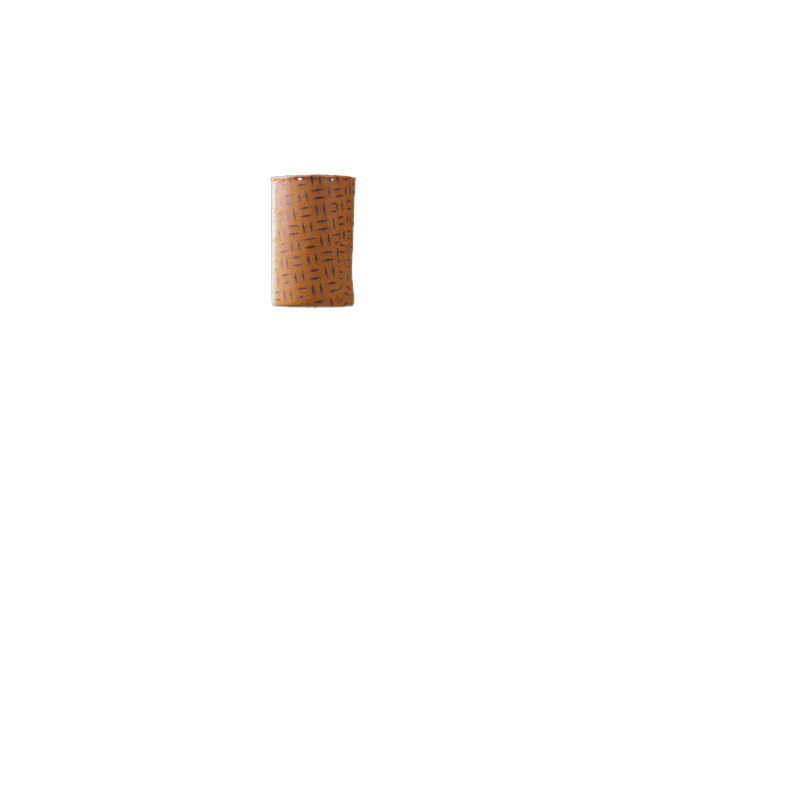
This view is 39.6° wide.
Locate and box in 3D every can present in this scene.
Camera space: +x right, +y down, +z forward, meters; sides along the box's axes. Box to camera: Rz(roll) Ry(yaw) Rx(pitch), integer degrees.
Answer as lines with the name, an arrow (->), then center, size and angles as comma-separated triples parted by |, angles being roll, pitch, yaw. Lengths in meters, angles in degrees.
can -> -0.069, -0.125, 0.878 | 0.068, 0.102, 0.069 | 0, 2, -2
